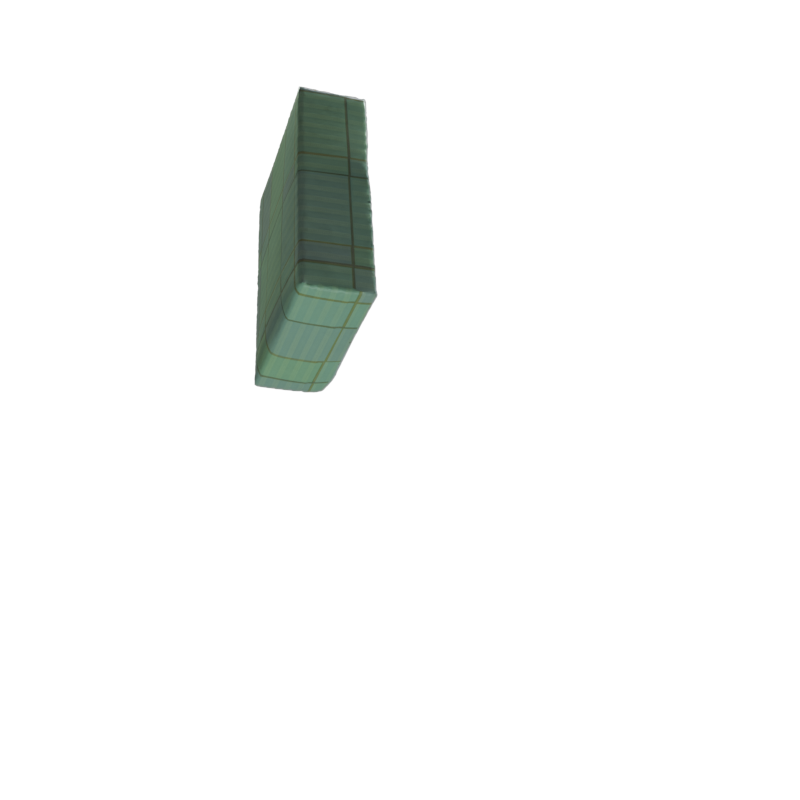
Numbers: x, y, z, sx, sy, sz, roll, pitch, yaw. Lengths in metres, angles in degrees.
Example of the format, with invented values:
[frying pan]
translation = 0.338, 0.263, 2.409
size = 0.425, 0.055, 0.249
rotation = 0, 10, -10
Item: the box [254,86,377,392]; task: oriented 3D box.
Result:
[box]
translation = -0.076, -0.138, 0.970
size = 0.070, 0.229, 0.157
rotation = 9, -35, -16
